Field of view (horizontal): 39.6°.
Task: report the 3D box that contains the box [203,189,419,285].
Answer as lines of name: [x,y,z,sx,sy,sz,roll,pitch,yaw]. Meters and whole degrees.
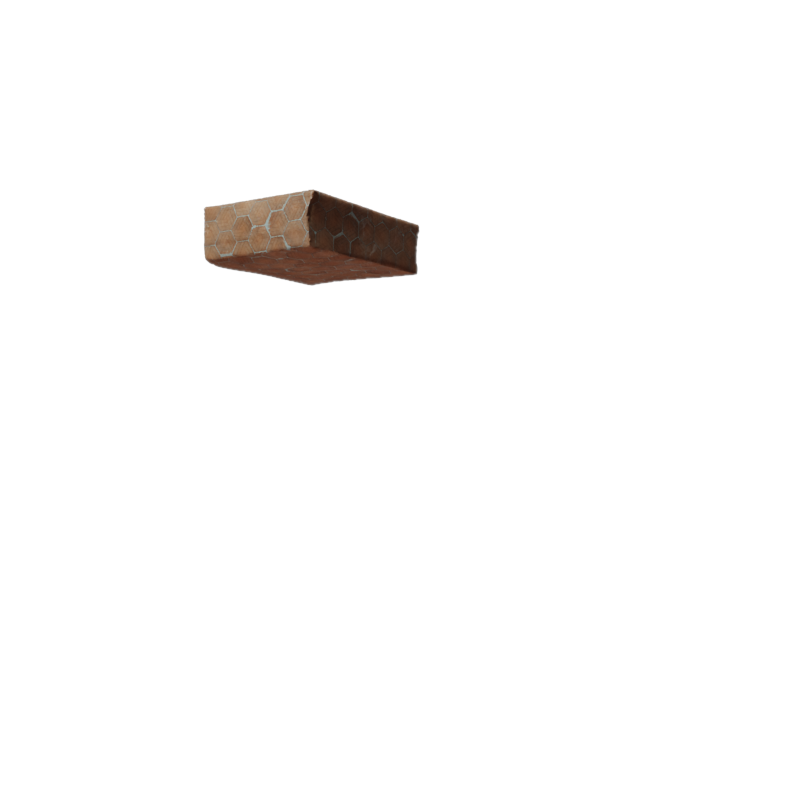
box: [-0.055,-0.100,0.703,0.093,0.040,0.108,-3,-5,37]
